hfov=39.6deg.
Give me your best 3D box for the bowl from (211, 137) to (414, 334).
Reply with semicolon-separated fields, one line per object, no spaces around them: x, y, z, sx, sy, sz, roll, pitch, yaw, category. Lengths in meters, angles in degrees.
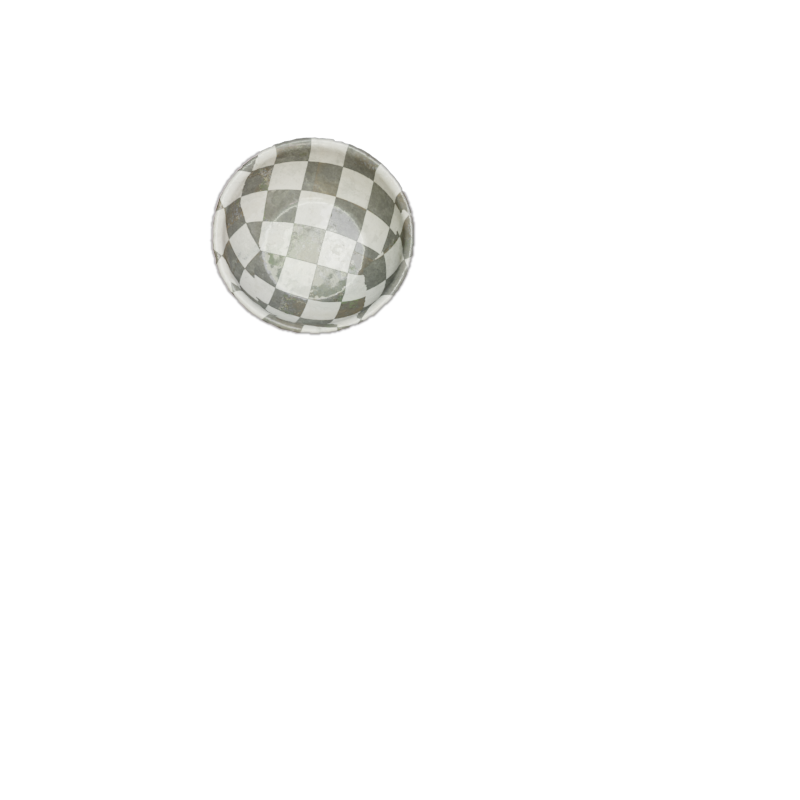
-0.071;-0.129;0.902;0.162;0.168;0.053;0;-14;-1;bowl
